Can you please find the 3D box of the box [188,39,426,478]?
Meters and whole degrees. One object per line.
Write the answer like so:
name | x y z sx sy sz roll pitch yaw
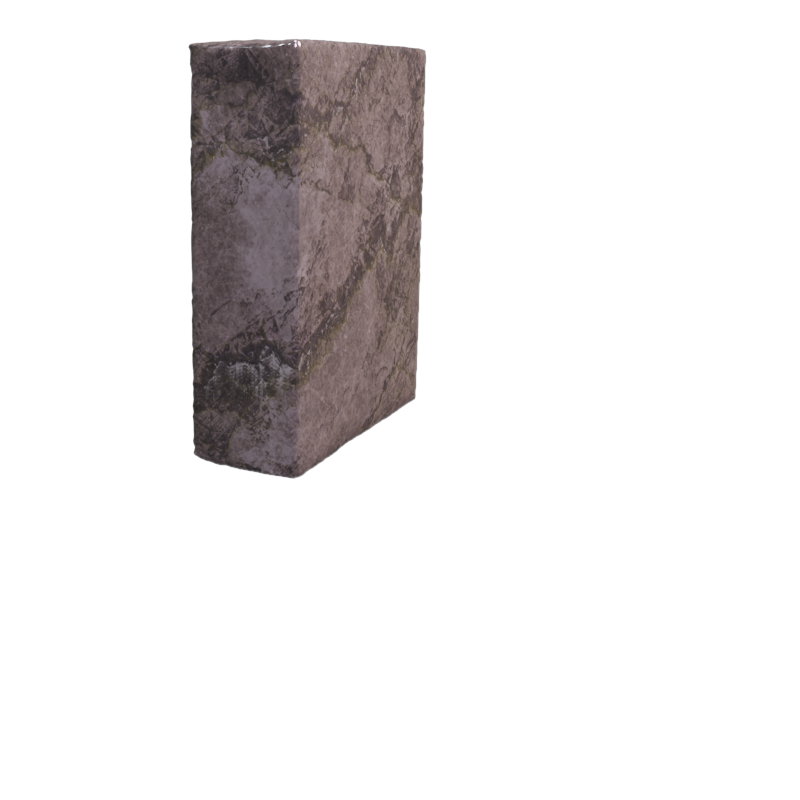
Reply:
box | -0.048 -0.087 0.608 0.074 0.209 0.163 4 12 23
